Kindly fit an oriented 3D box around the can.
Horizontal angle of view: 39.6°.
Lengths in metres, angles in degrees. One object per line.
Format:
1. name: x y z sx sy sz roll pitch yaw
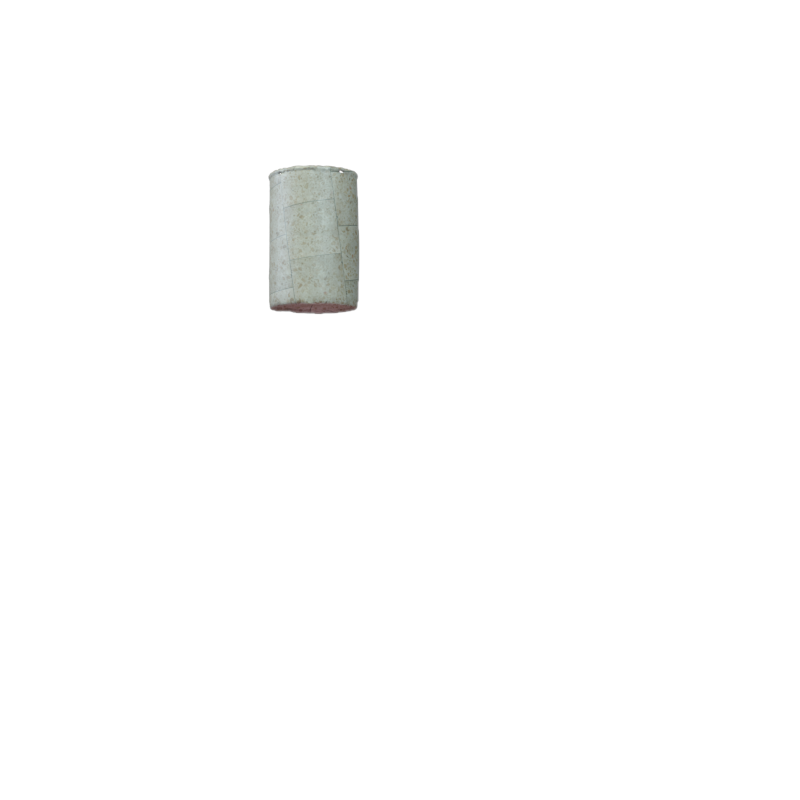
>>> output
1. can: -0.065 -0.119 0.831 0.068 0.104 0.067 0 -7 -2
